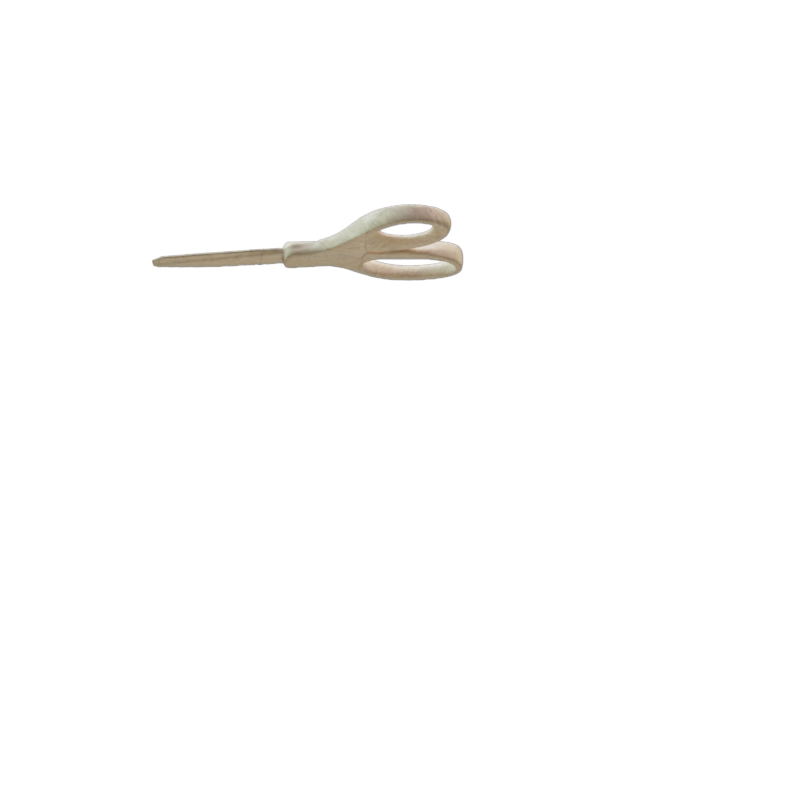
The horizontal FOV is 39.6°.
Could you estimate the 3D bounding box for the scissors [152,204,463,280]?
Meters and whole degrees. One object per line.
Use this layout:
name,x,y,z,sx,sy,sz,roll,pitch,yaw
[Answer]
scissors,-0.055,-0.100,0.702,0.199,0.017,0.092,3,-21,-8
